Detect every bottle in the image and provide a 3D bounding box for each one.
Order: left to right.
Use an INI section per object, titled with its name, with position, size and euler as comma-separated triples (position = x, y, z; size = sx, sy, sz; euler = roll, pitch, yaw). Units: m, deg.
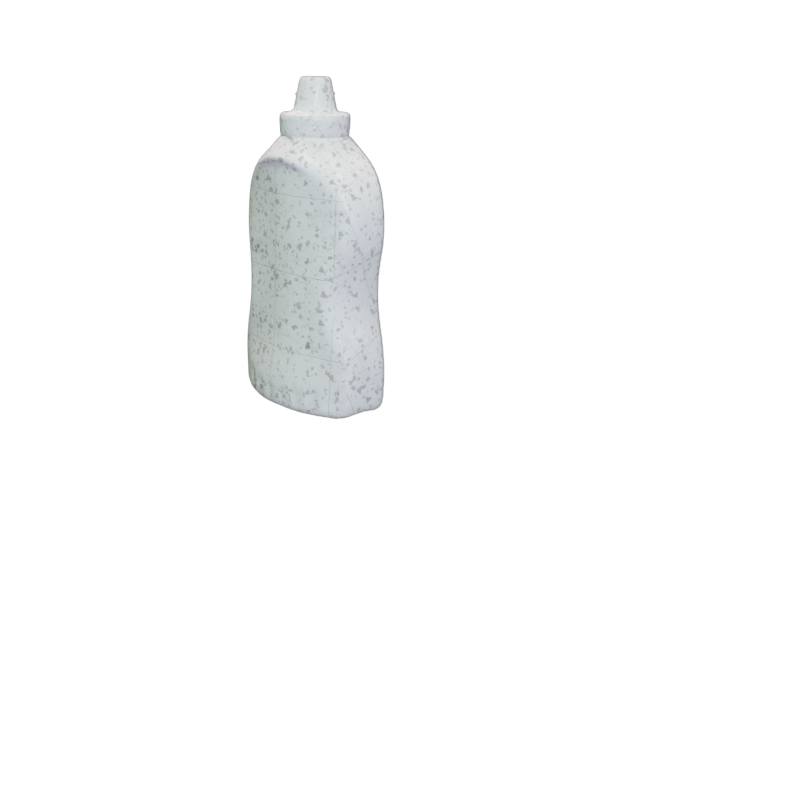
[bottle]
position = -0.051, -0.093, 0.650
size = 0.057, 0.187, 0.101
euler = -8, 15, -39
